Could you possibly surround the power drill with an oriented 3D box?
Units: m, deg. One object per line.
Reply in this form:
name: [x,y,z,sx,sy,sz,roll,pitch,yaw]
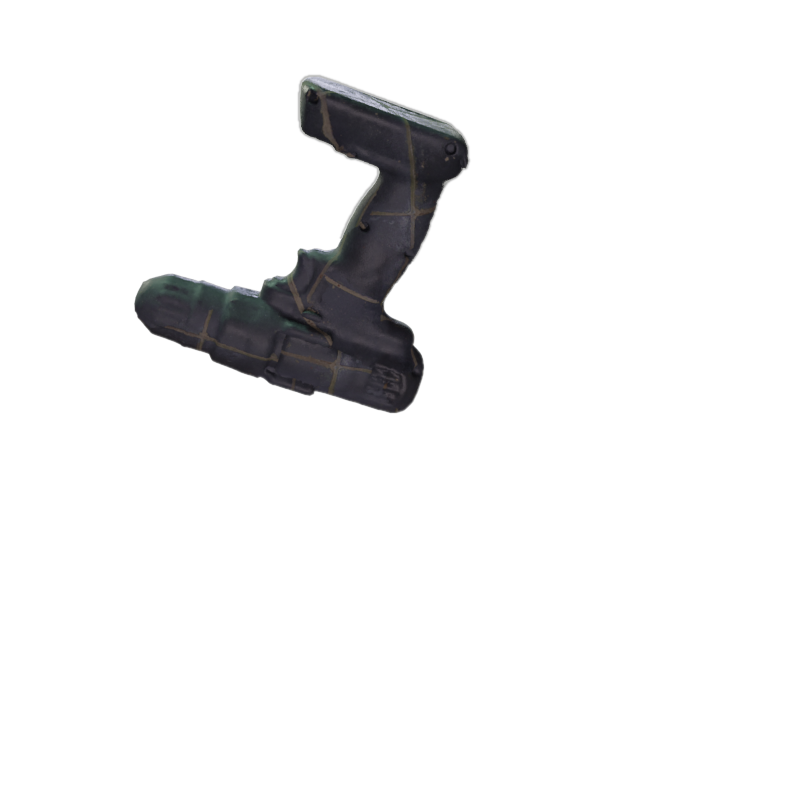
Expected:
power drill: [-0.053,-0.096,0.671,0.182,0.182,0.060,18,19,-7]
